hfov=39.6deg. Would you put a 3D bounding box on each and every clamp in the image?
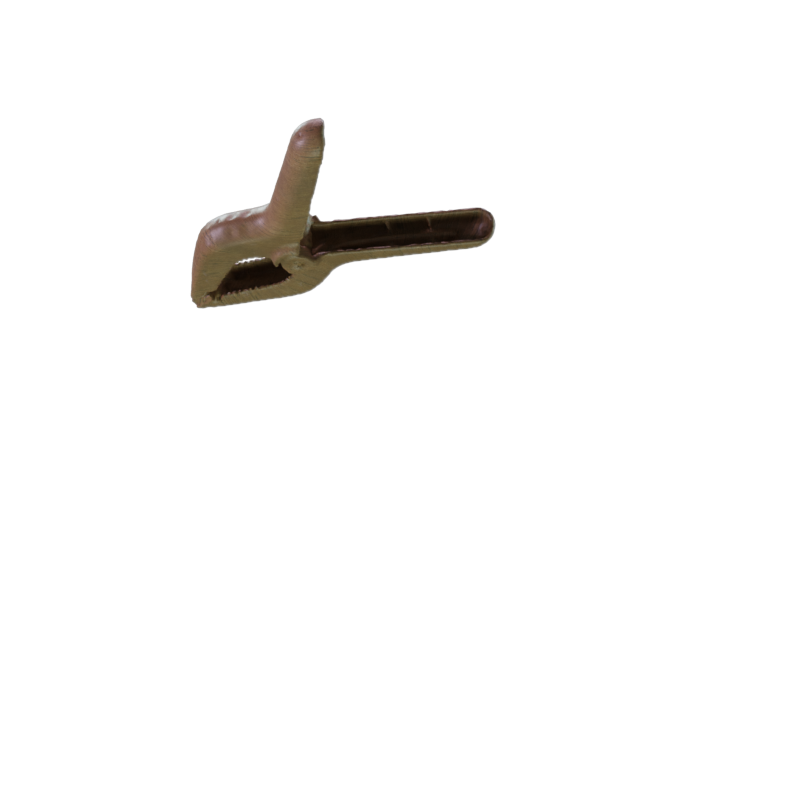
[{"bbox_3d":[-0.056,-0.102,0.715,0.155,0.038,0.210,18,-29,-37],"label":"clamp"}]
